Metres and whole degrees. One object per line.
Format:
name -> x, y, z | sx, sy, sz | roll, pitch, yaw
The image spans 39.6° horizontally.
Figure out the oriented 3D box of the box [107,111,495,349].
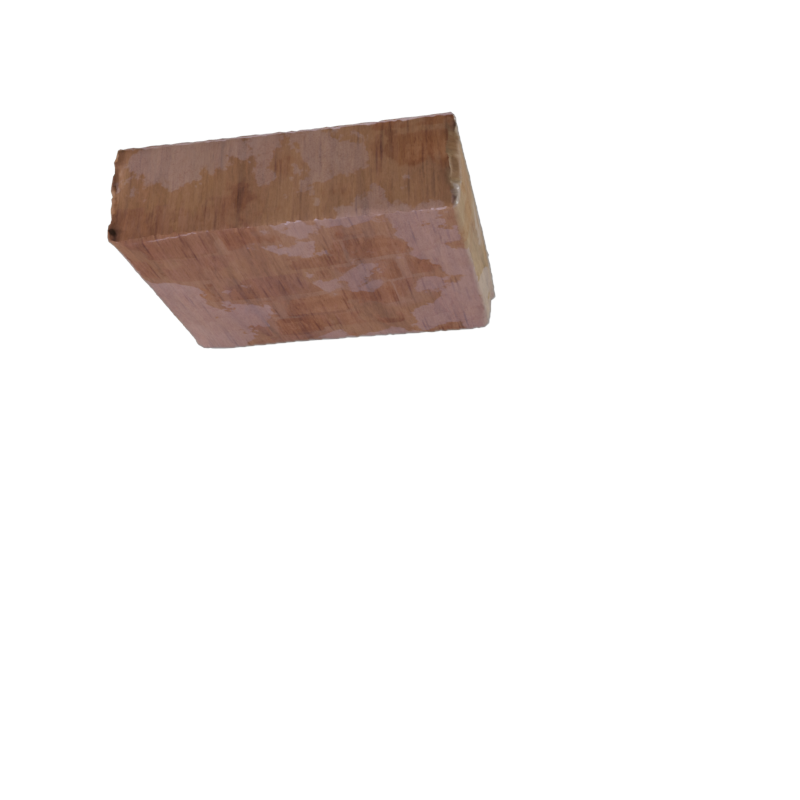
box -> -0.029, -0.054, 0.375 | 0.115, 0.041, 0.084 | -5, -24, 11
